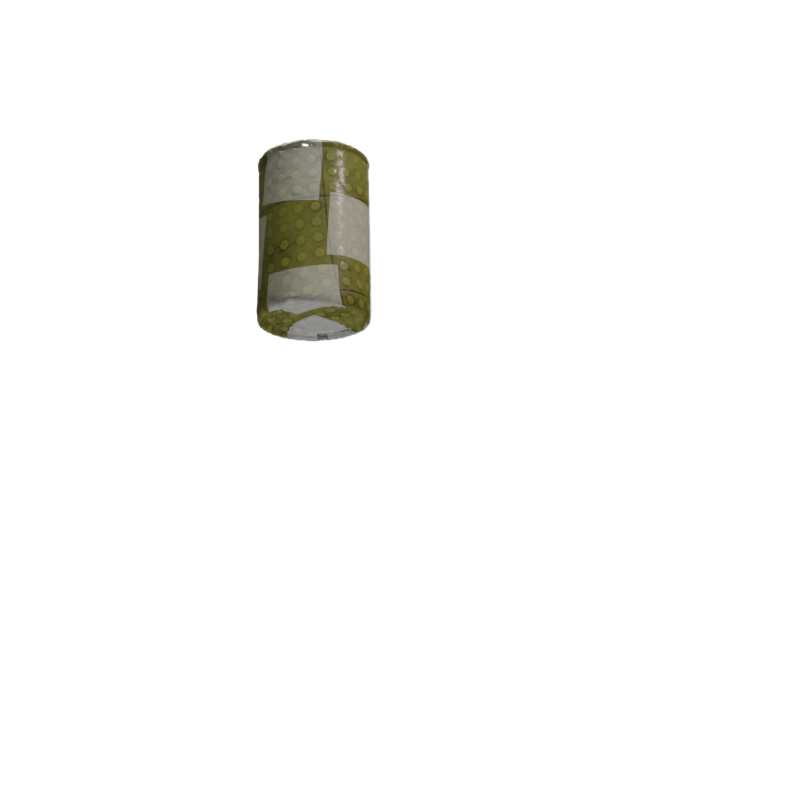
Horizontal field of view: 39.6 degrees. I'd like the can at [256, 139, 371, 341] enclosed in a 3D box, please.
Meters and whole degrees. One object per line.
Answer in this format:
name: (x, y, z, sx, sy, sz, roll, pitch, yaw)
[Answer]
can: (-0.051, -0.093, 0.654, 0.068, 0.108, 0.065, 0, -21, -2)
